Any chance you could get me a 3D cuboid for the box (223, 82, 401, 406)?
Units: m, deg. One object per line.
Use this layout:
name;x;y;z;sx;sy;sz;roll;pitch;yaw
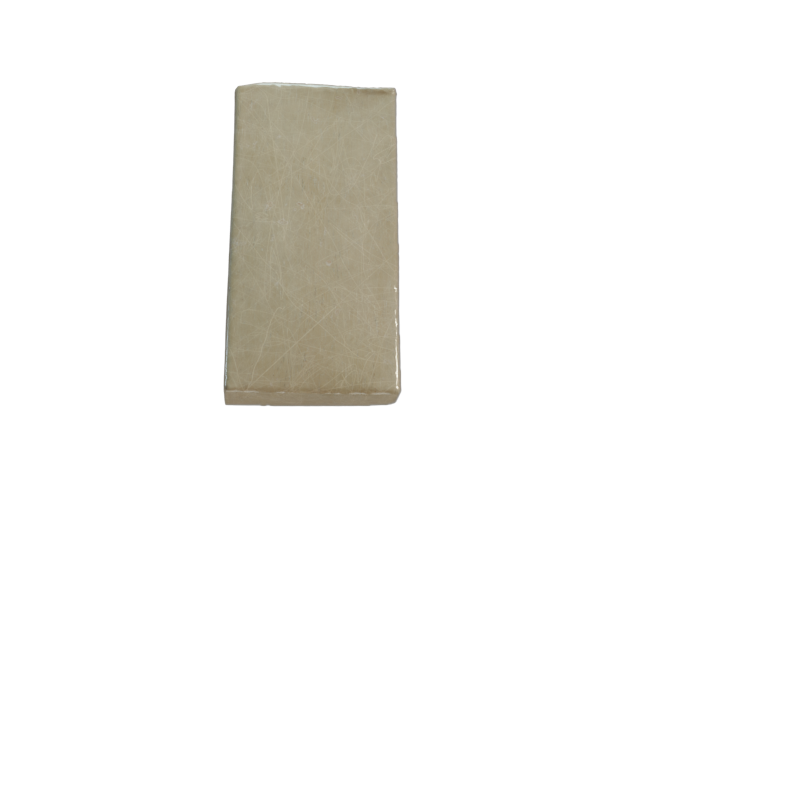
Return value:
box;-0.048;-0.087;0.605;0.093;0.183;0.046;0;-16;-5
